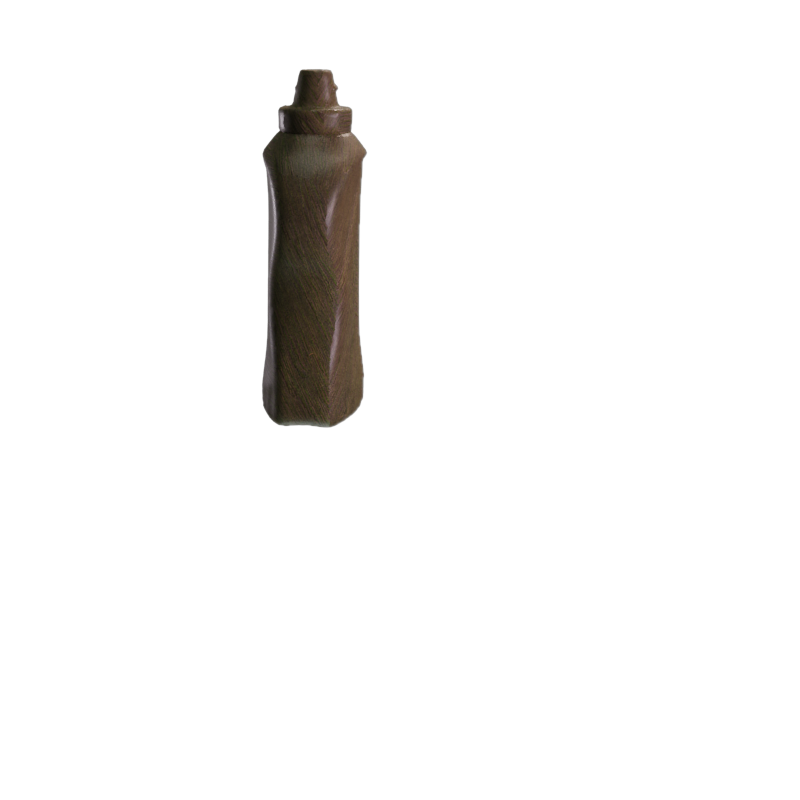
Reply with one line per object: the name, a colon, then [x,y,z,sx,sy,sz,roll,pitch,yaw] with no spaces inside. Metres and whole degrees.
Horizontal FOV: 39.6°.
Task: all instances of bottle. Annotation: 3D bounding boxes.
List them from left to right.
bottle: [-0.048,-0.089,0.624,0.059,0.187,0.098,2,12,5]
